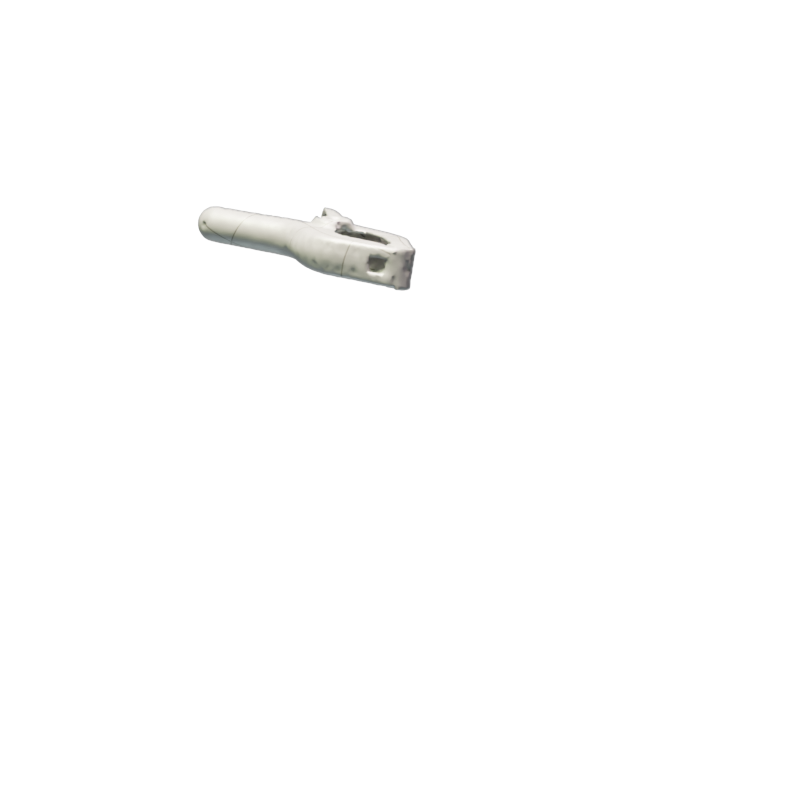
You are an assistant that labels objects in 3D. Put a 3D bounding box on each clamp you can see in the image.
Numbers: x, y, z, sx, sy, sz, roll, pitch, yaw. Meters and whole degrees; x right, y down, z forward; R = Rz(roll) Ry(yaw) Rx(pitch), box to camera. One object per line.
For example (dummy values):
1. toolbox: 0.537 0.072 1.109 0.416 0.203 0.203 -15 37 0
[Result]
1. clamp: -0.059 -0.107 0.753 0.117 0.038 0.181 -9 20 -28
